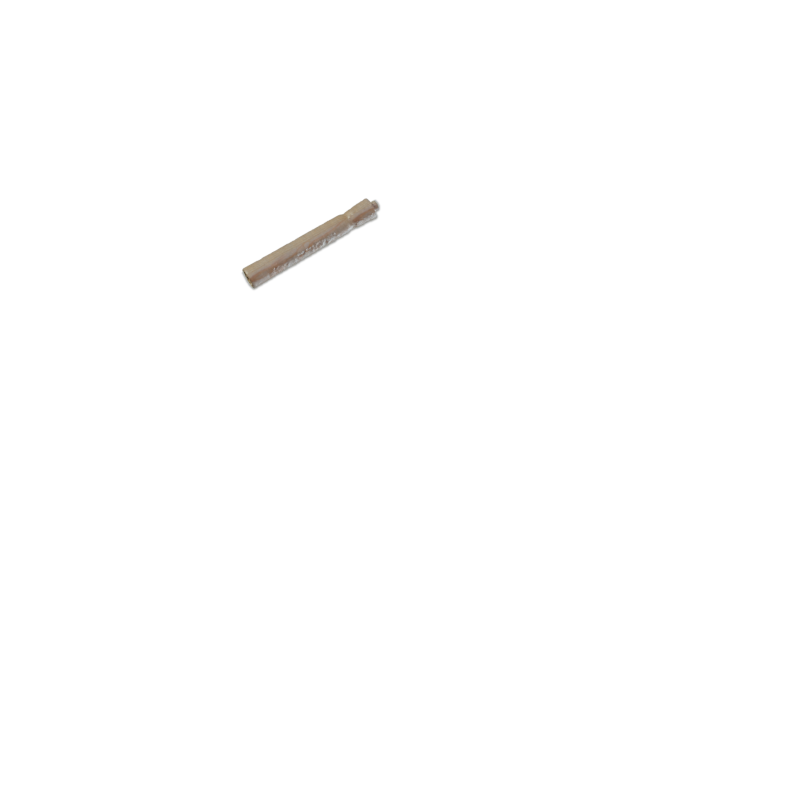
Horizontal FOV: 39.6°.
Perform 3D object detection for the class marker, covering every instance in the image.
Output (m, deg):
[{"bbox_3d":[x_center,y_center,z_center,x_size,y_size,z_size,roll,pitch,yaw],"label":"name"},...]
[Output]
[{"bbox_3d":[-0.069,-0.126,0.881,0.121,0.019,0.020,-31,11,-11],"label":"marker"}]
